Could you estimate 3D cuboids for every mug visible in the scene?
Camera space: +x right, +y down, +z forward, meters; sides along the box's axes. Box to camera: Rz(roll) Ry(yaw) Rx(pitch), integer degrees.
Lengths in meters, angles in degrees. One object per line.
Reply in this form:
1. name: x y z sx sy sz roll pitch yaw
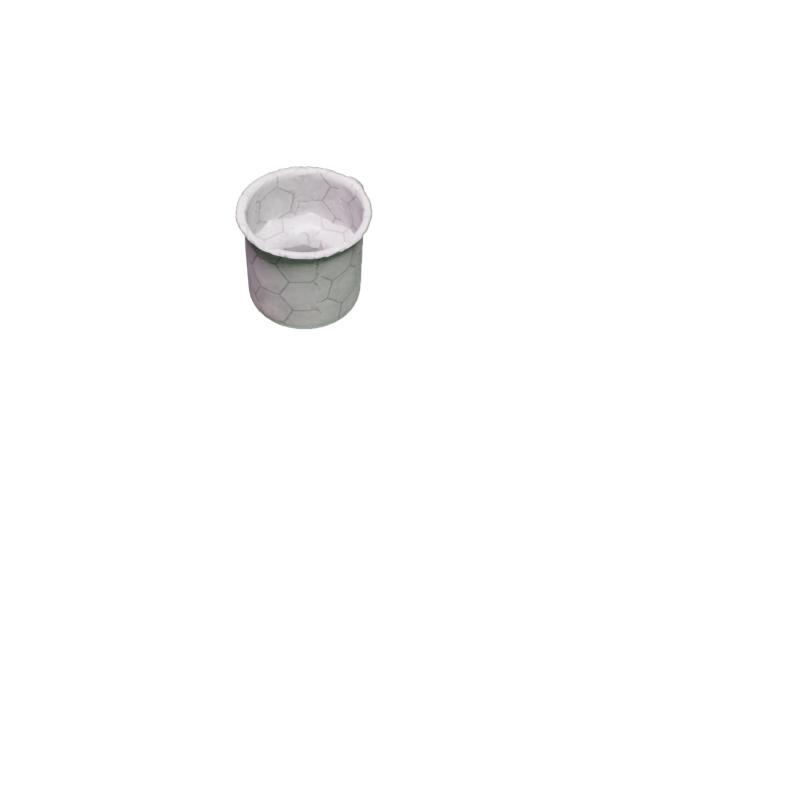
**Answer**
1. mug: -0.062 -0.113 0.788 0.097 0.076 0.120 24 52 19
